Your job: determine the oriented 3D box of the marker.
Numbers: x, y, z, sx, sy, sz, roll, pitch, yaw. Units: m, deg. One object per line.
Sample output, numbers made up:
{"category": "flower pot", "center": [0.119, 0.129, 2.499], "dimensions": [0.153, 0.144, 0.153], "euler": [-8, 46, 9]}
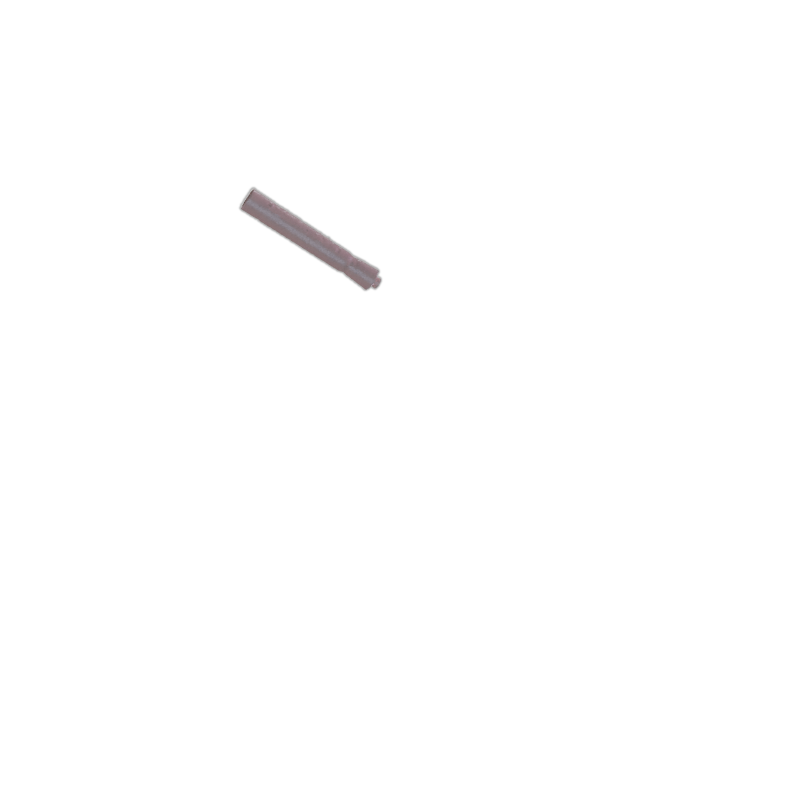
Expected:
{"category": "marker", "center": [-0.066, -0.120, 0.841], "dimensions": [0.118, 0.020, 0.020], "euler": [32, -3, -8]}
